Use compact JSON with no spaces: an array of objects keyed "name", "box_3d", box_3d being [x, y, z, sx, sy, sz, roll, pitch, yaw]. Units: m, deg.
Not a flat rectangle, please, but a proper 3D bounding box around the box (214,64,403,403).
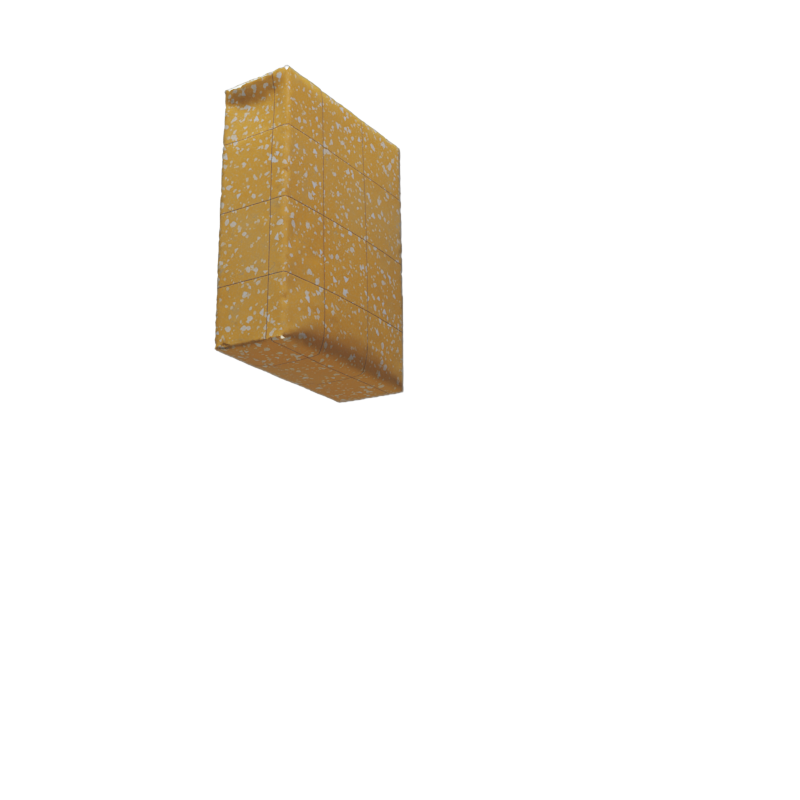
[{"name":"box","box_3d":[-0.066,-0.121,0.849,0.073,0.225,0.153,-15,-24,30]}]
